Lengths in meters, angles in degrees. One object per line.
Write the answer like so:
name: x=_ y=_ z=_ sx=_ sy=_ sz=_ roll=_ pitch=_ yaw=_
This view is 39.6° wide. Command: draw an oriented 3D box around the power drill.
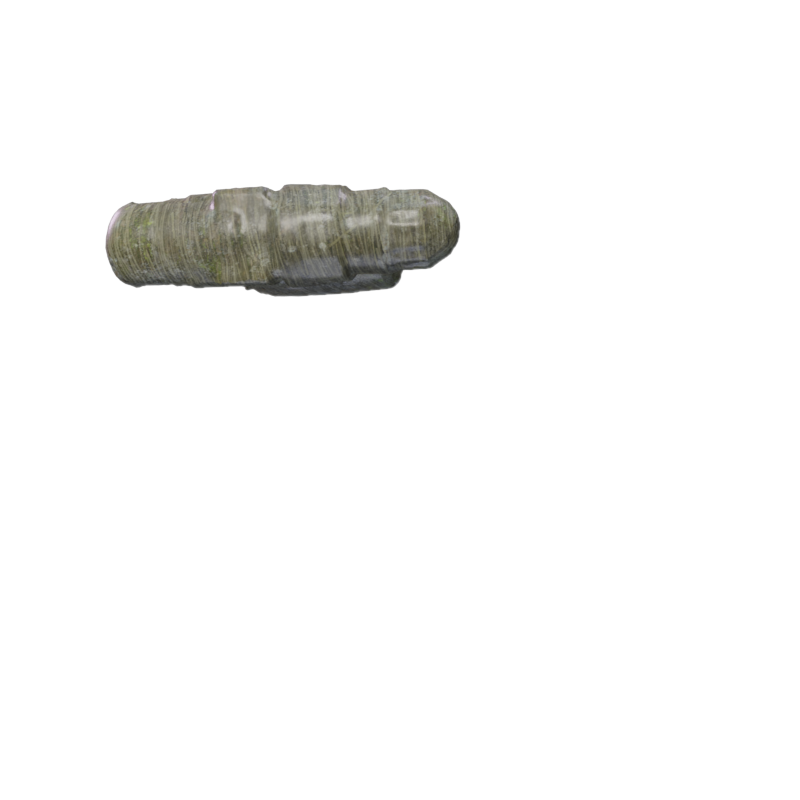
power drill: x=-0.049 y=-0.090 z=0.631 sx=0.188 sy=0.058 sz=0.184 roll=1 pitch=3 yaw=13
